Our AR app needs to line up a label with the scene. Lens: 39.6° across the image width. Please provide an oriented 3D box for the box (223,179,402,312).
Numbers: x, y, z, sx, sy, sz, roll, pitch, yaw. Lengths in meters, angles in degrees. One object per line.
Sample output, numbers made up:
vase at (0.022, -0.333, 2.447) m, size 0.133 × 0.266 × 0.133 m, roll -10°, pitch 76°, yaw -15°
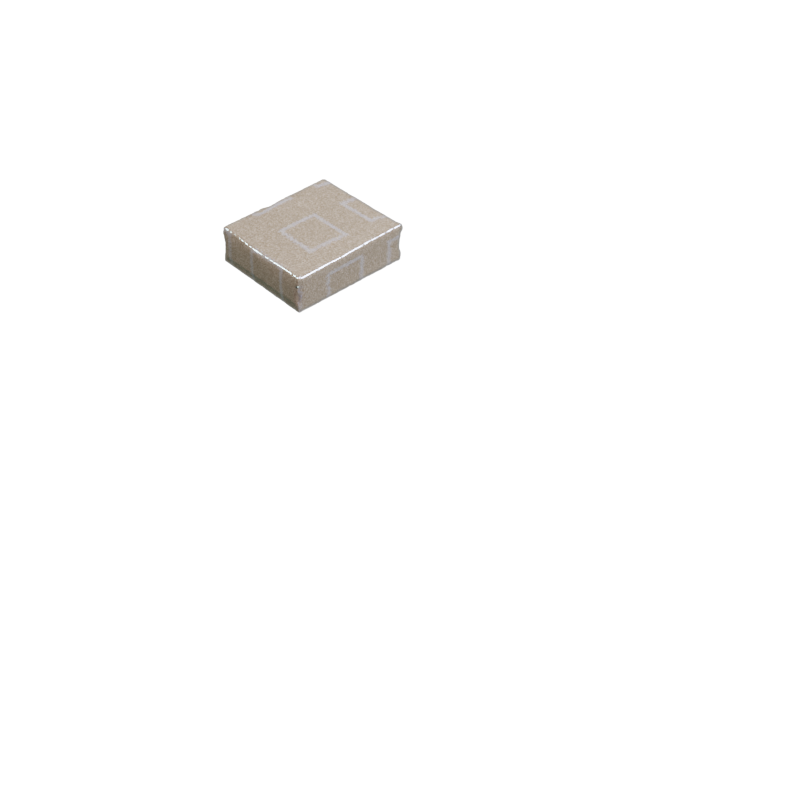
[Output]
box at (-0.054, -0.100, 0.697) m, size 0.089 × 0.028 × 0.078 m, roll -31°, pitch 49°, yaw -32°
